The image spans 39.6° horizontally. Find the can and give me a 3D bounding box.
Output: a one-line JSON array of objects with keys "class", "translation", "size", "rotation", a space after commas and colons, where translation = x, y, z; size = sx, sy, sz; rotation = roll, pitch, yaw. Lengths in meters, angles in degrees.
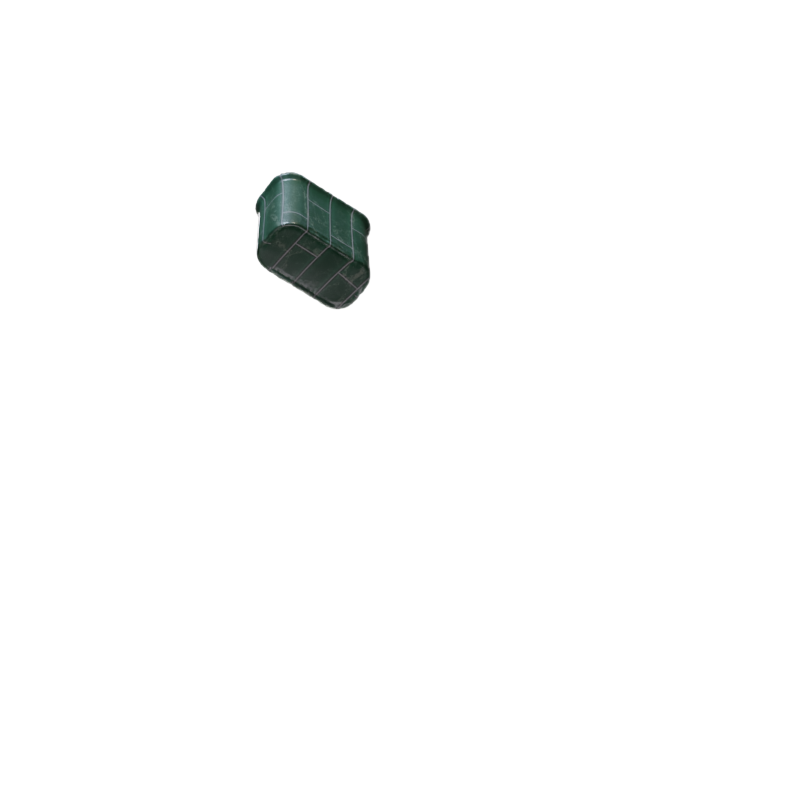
[{"class": "can", "translation": [-0.074, -0.135, 0.942], "size": [0.098, 0.056, 0.089], "rotation": [30, 29, -21]}]
